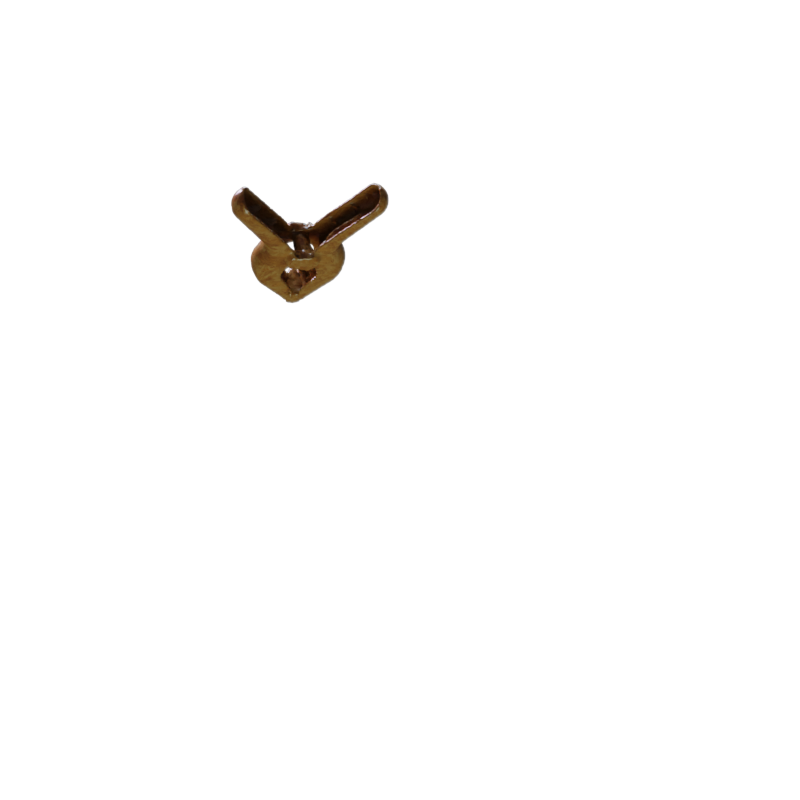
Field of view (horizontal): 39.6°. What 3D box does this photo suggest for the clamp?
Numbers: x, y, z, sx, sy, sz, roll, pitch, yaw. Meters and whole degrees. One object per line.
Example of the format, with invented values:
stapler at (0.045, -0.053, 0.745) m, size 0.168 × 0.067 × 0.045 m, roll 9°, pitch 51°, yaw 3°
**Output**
clamp at (-0.071, -0.129, 0.907) m, size 0.120 × 0.041 × 0.163 m, roll 0°, pitch -19°, yaw -1°
